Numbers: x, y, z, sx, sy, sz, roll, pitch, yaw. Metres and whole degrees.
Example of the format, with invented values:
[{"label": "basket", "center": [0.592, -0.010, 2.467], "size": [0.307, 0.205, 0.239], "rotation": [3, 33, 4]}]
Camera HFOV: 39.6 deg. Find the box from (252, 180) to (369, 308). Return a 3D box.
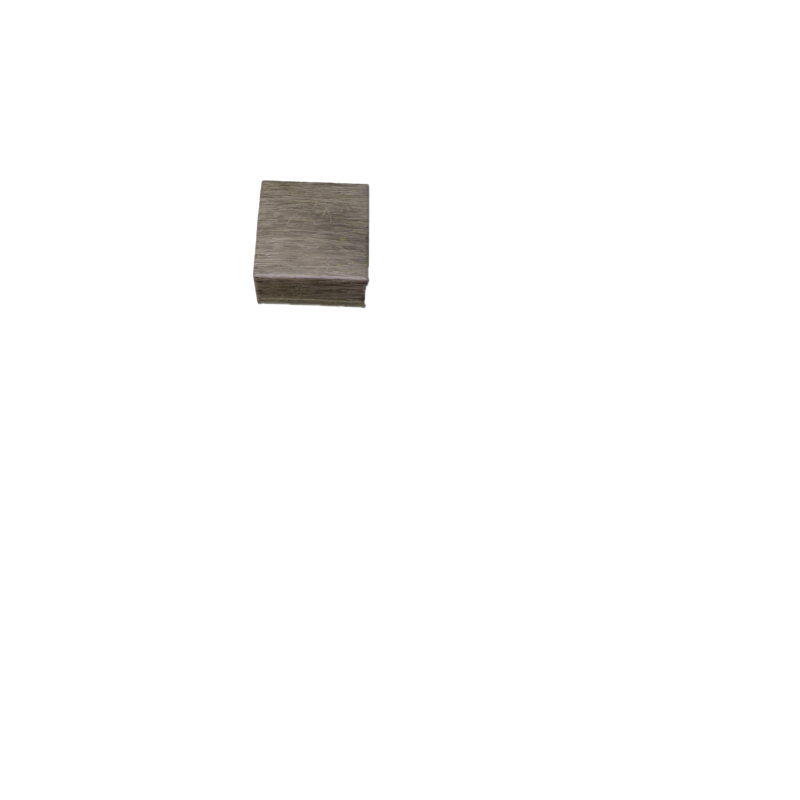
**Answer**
[{"label": "box", "center": [-0.070, -0.127, 0.891], "size": [0.090, 0.122, 0.036], "rotation": [0, -39, 0]}]
